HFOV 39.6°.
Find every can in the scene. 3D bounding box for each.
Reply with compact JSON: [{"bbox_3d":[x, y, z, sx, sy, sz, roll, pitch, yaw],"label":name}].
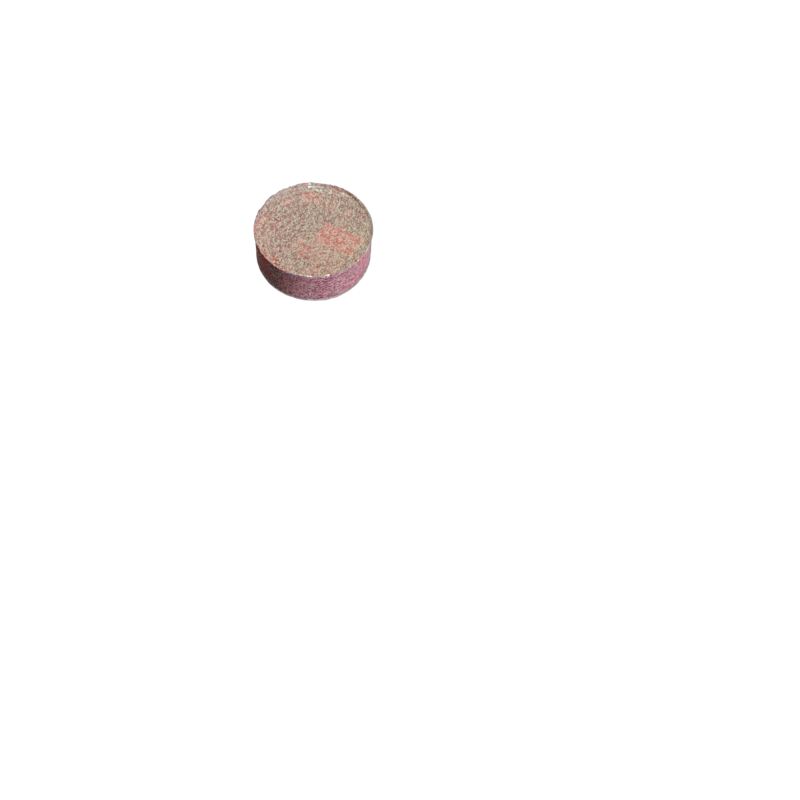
[{"bbox_3d":[-0.063,-0.115,0.804,0.086,0.092,0.031,-1,-34,-1],"label":"can"}]
